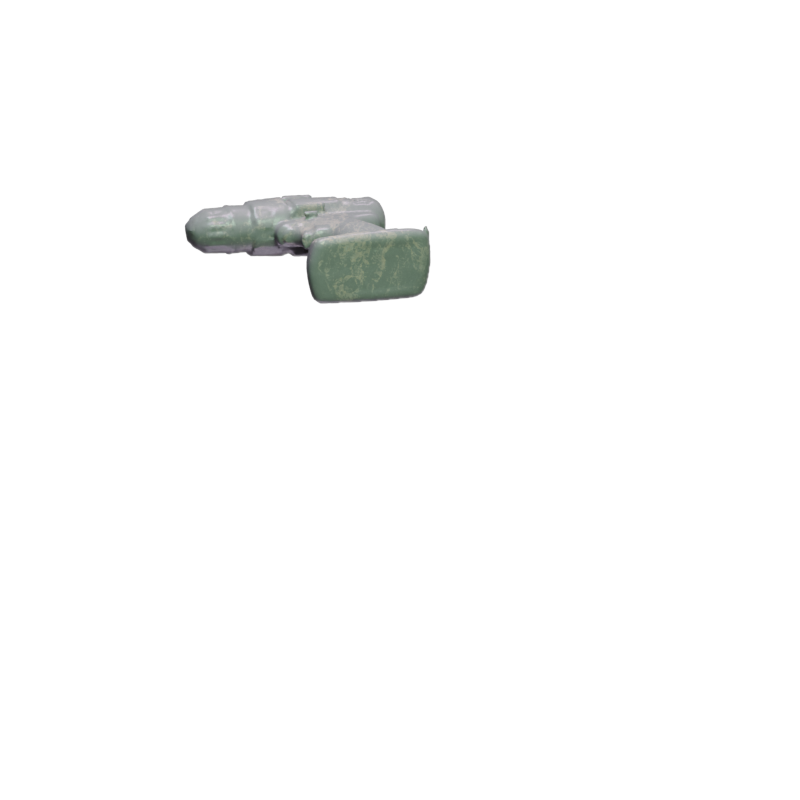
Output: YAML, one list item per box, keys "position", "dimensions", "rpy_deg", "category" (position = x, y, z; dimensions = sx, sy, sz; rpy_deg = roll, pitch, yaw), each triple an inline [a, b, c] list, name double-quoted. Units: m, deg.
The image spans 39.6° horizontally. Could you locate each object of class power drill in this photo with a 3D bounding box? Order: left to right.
- position: [-0.073, -0.133, 0.932]
  dimensions: [0.181, 0.055, 0.200]
  rpy_deg: [-9, 24, -21]
  category: "power drill"
